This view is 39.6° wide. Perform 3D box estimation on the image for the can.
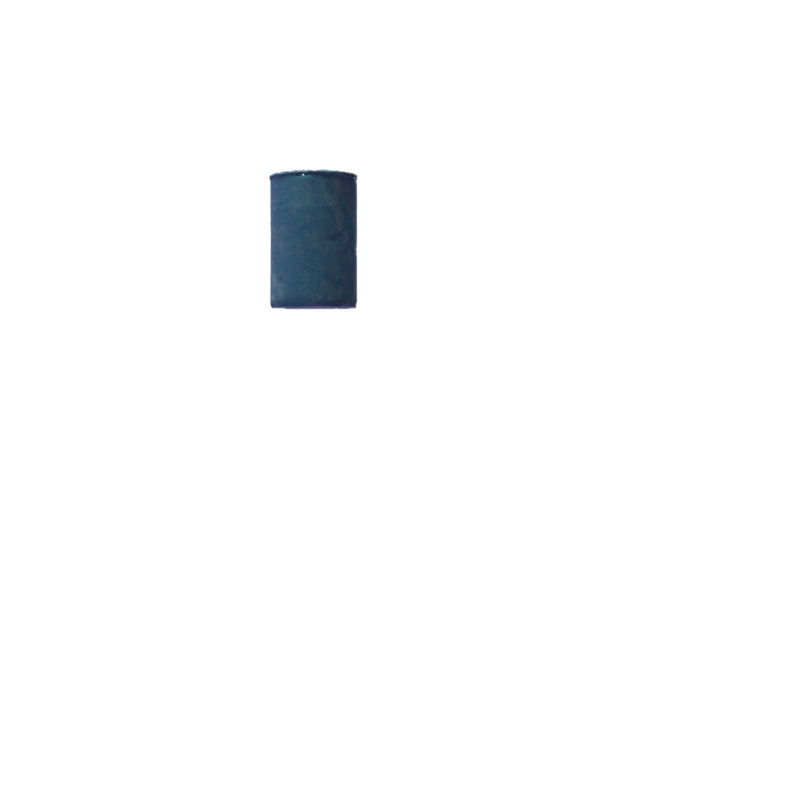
[{"bbox_3d":[-0.066,-0.121,0.846,0.068,0.103,0.068,0,-2,-2],"label":"can"}]
